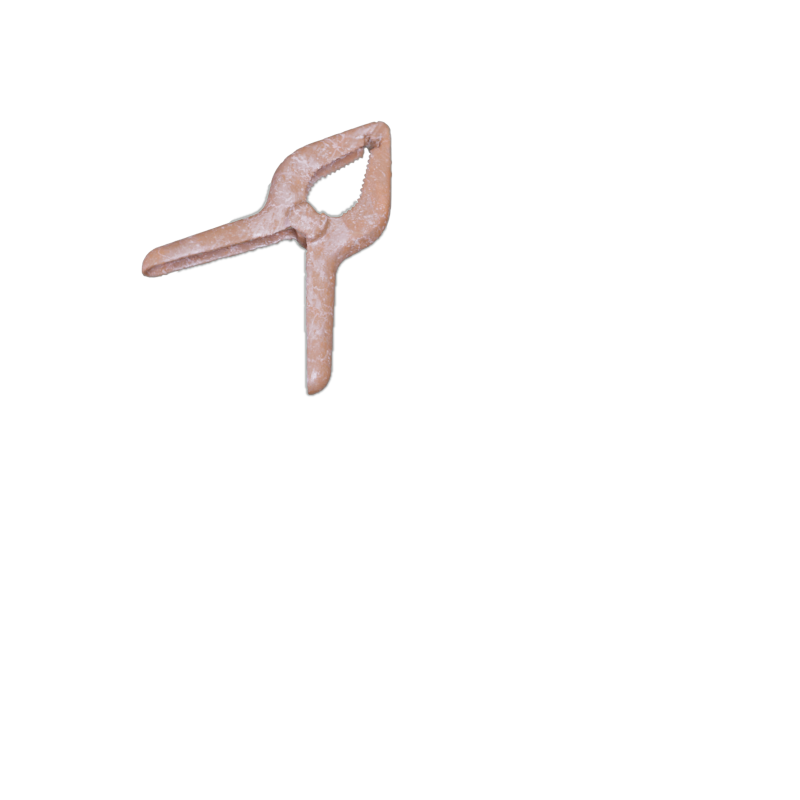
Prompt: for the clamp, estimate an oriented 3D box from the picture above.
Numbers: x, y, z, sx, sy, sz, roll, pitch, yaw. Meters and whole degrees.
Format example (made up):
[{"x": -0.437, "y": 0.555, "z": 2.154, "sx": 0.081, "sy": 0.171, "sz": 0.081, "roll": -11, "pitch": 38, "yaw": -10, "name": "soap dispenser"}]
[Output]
[{"x": -0.065, "y": -0.118, "z": 0.826, "sx": 0.170, "sy": 0.212, "sz": 0.035, "roll": 41, "pitch": -14, "yaw": 13, "name": "clamp"}]
